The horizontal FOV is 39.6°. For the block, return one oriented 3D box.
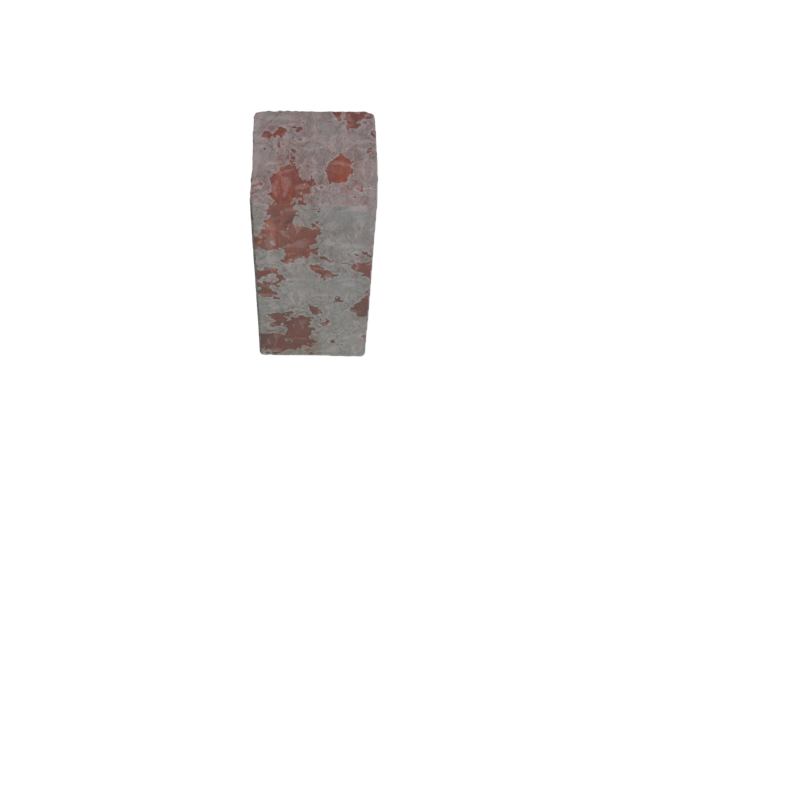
[{"bbox_3d":[-0.068,-0.125,0.870,0.090,0.096,0.193,1,-31,-3],"label":"block"}]
